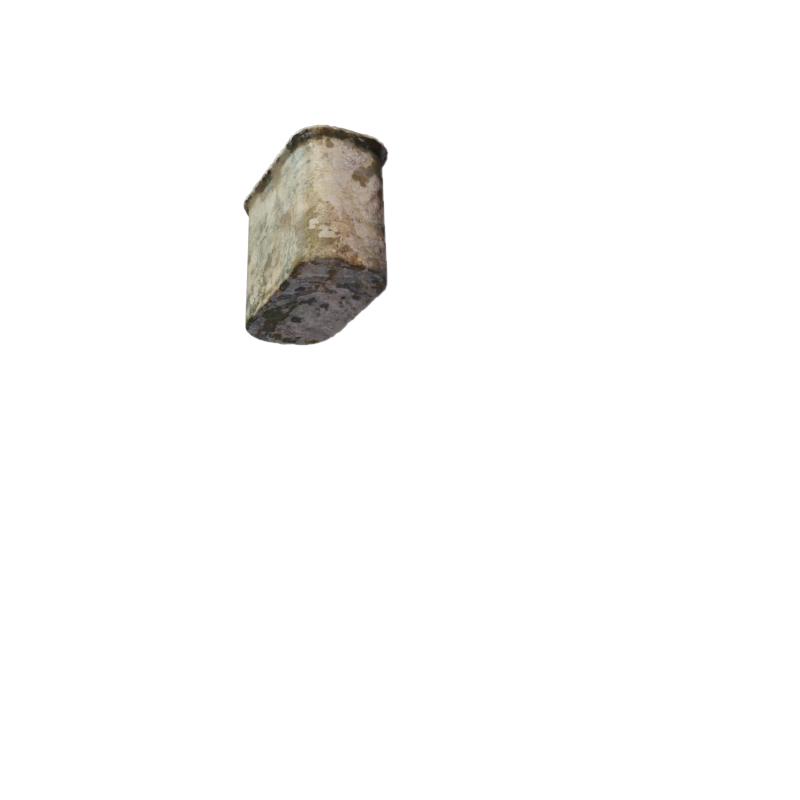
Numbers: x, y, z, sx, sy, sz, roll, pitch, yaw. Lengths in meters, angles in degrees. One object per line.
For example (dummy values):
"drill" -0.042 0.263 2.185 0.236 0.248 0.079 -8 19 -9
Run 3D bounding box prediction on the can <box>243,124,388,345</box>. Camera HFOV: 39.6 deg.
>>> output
"can" -0.048 -0.087 0.610 0.055 0.089 0.100 13 -30 -25
